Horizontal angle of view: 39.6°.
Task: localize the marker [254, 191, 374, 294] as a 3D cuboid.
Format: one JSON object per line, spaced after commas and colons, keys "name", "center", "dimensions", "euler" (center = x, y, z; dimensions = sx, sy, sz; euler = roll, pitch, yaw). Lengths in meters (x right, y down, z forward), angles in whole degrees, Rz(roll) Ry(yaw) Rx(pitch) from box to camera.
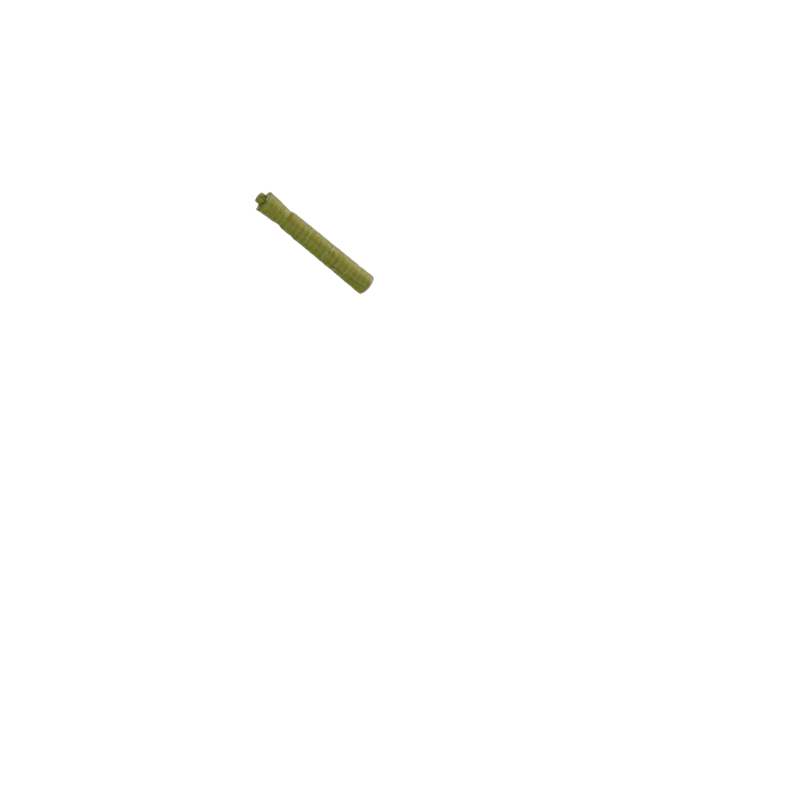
{"name": "marker", "center": [-0.072, -0.131, 0.920], "dimensions": [0.116, 0.020, 0.020], "euler": [38, -10, -16]}
